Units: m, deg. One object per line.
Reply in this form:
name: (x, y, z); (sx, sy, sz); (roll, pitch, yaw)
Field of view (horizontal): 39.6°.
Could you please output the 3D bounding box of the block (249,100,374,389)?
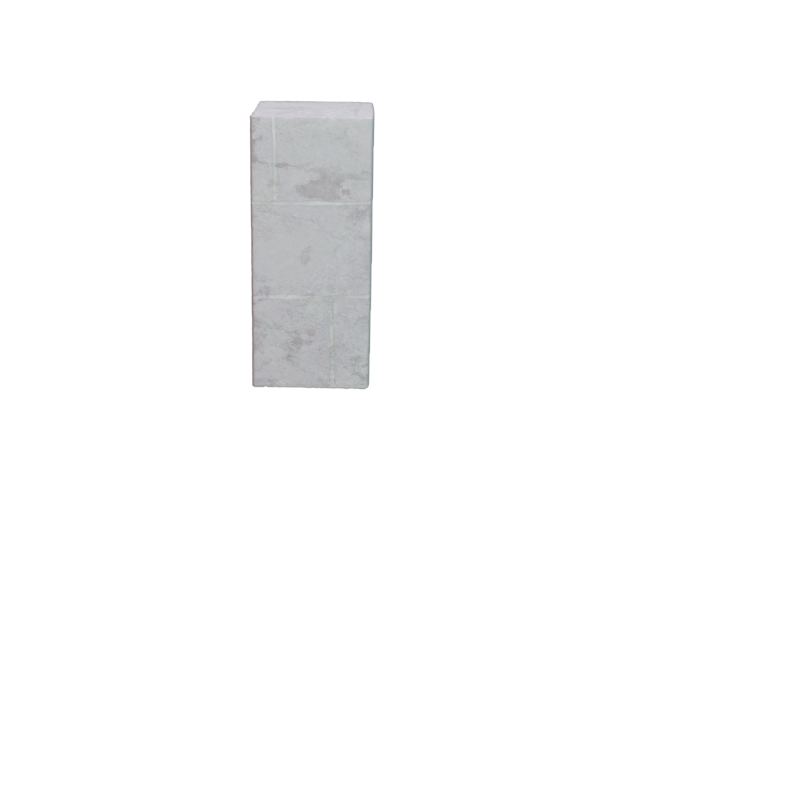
block: (-0.067, -0.122, 0.854); (0.091, 0.199, 0.093); (1, 16, 0)
